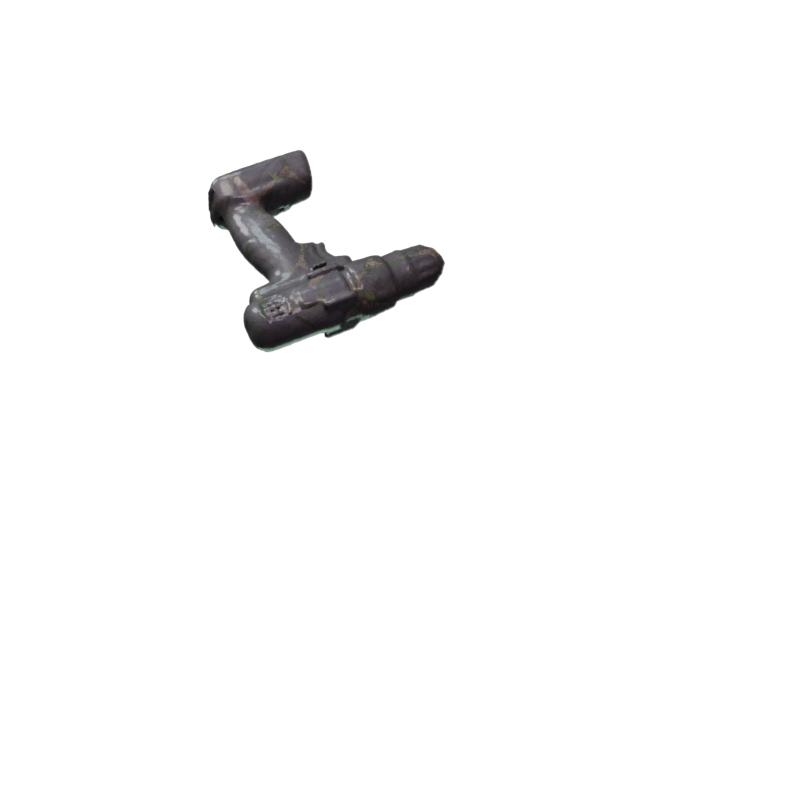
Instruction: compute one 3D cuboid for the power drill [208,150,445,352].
[{"bbox_3d":[-0.078,-0.142,0.993,0.183,0.203,0.053,-21,-37,-17],"label":"power drill"}]
